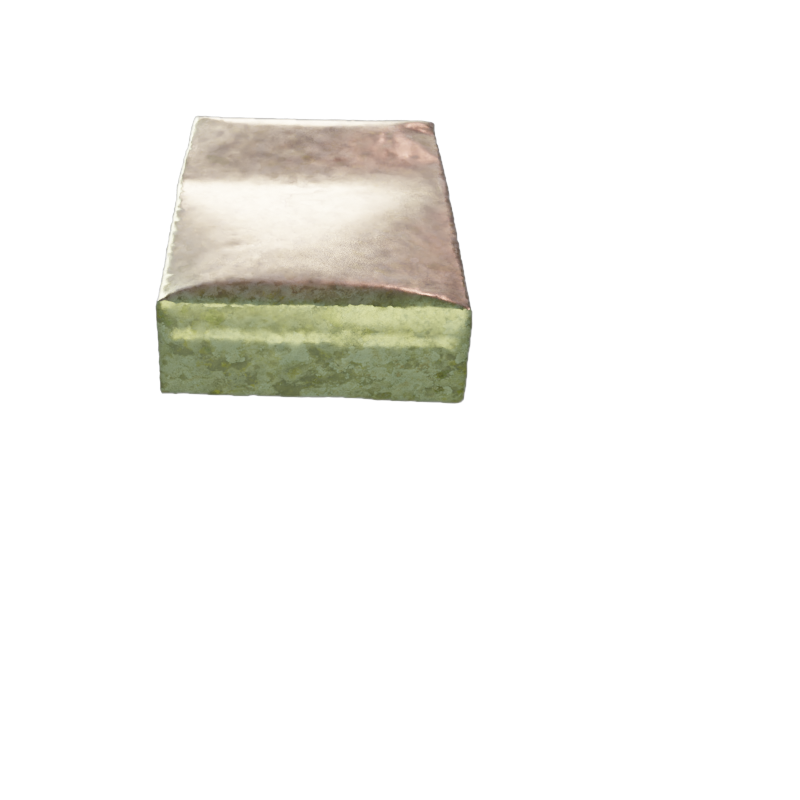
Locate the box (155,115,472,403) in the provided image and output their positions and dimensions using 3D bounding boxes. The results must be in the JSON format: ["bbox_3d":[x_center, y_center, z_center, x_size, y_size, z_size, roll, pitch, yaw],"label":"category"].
[{"bbox_3d":[-0.052,-0.094,0.659,0.163,0.067,0.229,1,38,-3],"label":"box"}]
